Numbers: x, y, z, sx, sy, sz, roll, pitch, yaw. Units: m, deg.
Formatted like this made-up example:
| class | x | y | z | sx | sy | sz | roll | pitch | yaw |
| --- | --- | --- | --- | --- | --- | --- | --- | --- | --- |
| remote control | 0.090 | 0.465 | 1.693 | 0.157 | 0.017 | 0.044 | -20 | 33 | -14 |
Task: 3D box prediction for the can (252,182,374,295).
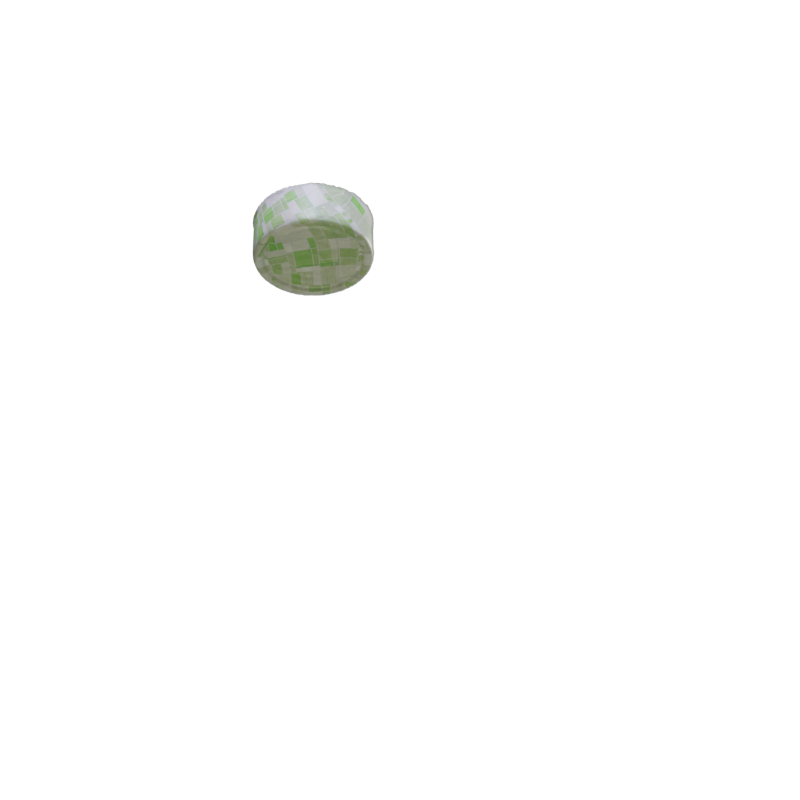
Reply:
| class | x | y | z | sx | sy | sz | roll | pitch | yaw |
| --- | --- | --- | --- | --- | --- | --- | --- | --- | --- |
| can | -0.061 | -0.111 | 0.776 | 0.086 | 0.036 | 0.080 | 1 | -36 | -2 |
